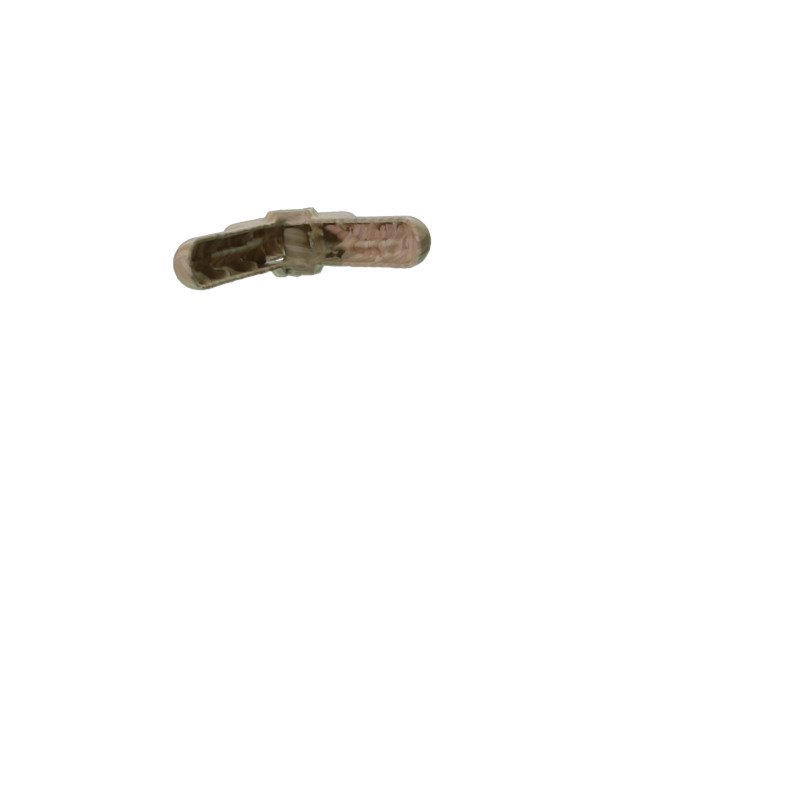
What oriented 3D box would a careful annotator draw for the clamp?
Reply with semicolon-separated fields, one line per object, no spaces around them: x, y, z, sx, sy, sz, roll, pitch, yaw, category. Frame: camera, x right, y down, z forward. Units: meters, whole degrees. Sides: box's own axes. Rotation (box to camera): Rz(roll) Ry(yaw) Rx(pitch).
-0.046;-0.084;0.585;0.120;0.038;0.175;0;14;1;clamp
